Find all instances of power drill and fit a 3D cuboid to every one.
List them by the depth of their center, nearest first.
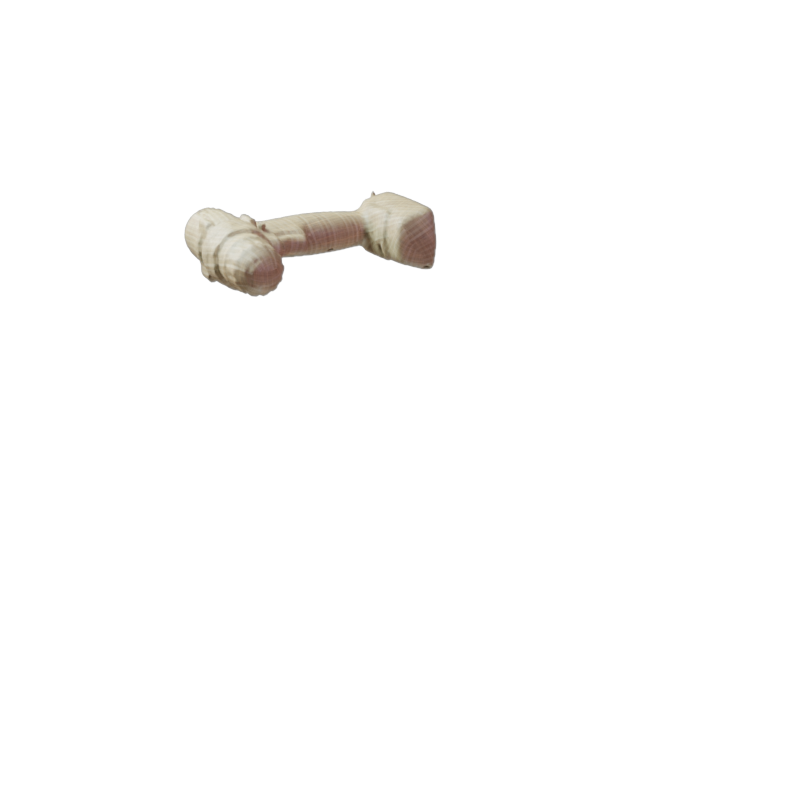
[{"bbox_3d":[-0.070,-0.128,0.896,0.184,0.055,0.195,-7,21,-20],"label":"power drill"}]
